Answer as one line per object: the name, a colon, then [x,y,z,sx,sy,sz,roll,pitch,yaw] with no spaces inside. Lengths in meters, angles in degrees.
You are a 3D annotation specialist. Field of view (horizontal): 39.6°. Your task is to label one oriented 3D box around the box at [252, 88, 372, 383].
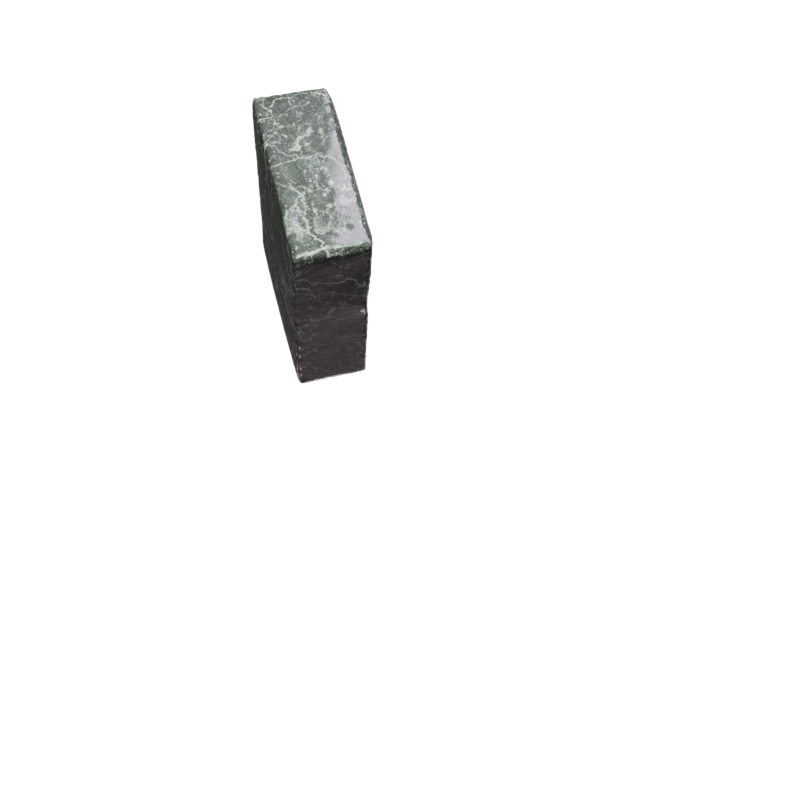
box: [-0.075,-0.136,0.954,0.071,0.176,0.201,-11,-27,-9]
